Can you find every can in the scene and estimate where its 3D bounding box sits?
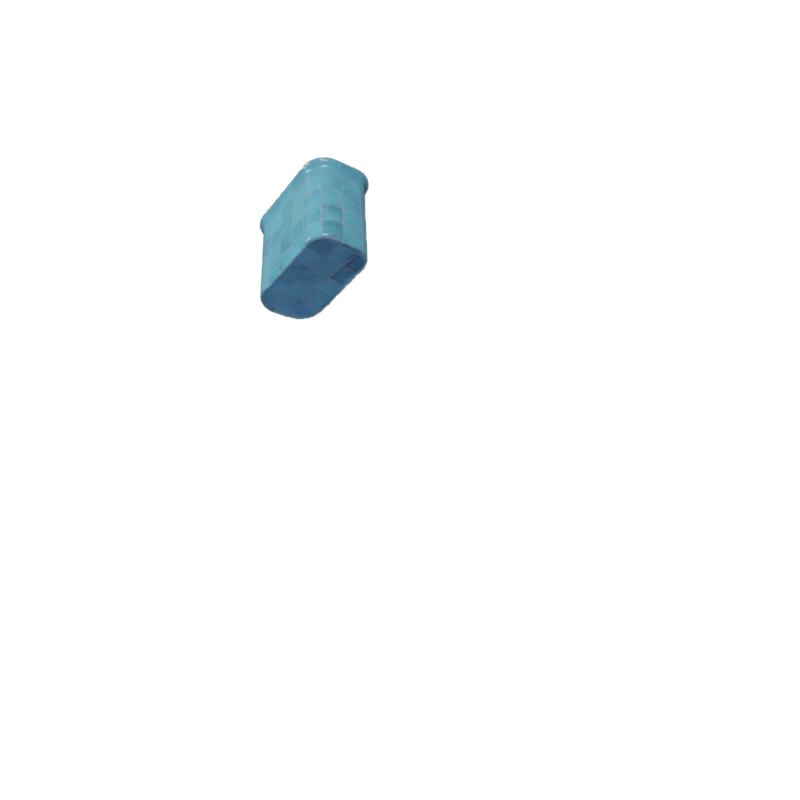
[{"bbox_3d":[-0.068,-0.123,0.862,0.055,0.090,0.100,23,-45,-27],"label":"can"}]
